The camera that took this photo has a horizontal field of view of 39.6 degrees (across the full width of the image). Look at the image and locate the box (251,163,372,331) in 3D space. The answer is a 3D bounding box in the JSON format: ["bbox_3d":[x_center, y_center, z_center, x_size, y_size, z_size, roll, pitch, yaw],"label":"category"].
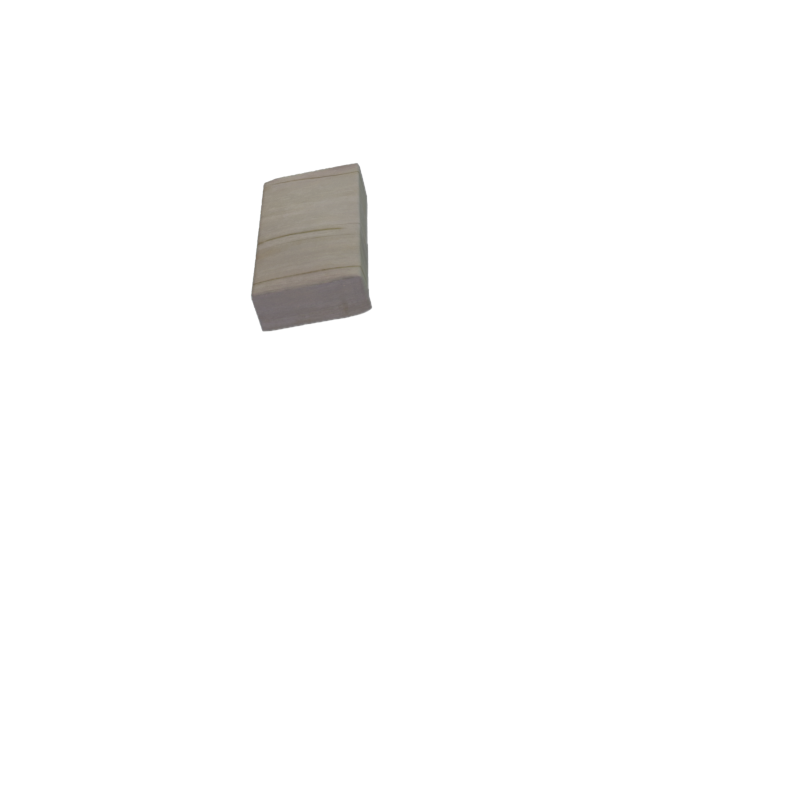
[{"bbox_3d":[-0.075,-0.136,0.954,0.094,0.044,0.189,-11,41,6],"label":"box"}]
